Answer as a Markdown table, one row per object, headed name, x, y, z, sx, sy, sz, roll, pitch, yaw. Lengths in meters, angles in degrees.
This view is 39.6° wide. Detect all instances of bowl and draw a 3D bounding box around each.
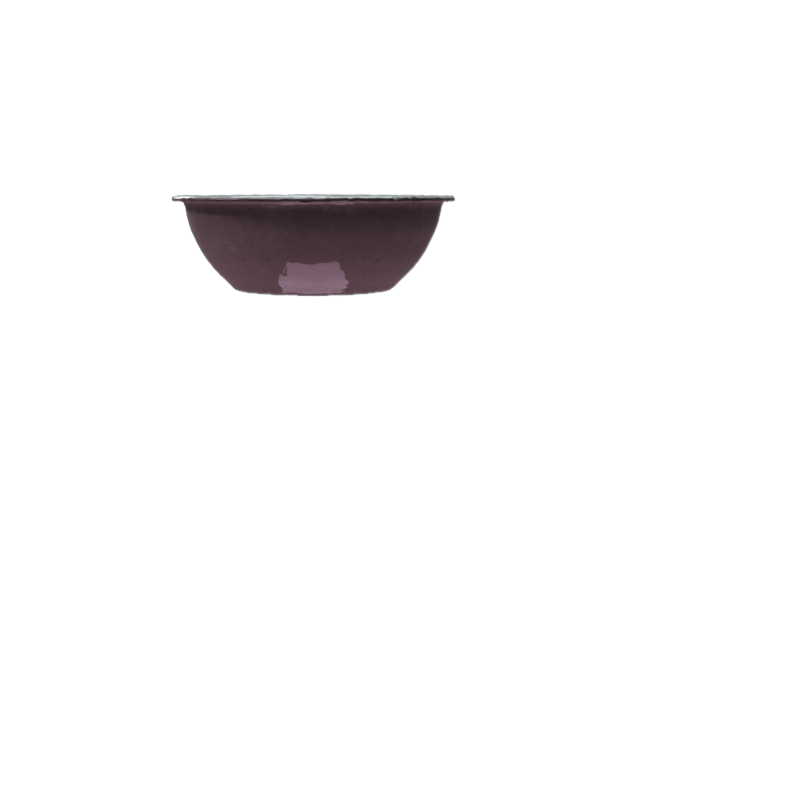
| name | x | y | z | sx | sy | sz | roll | pitch | yaw |
| --- | --- | --- | --- | --- | --- | --- | --- | --- | --- |
| bowl | -0.050 | -0.091 | 0.637 | 0.162 | 0.054 | 0.165 | 0 | 10 | -2 |
